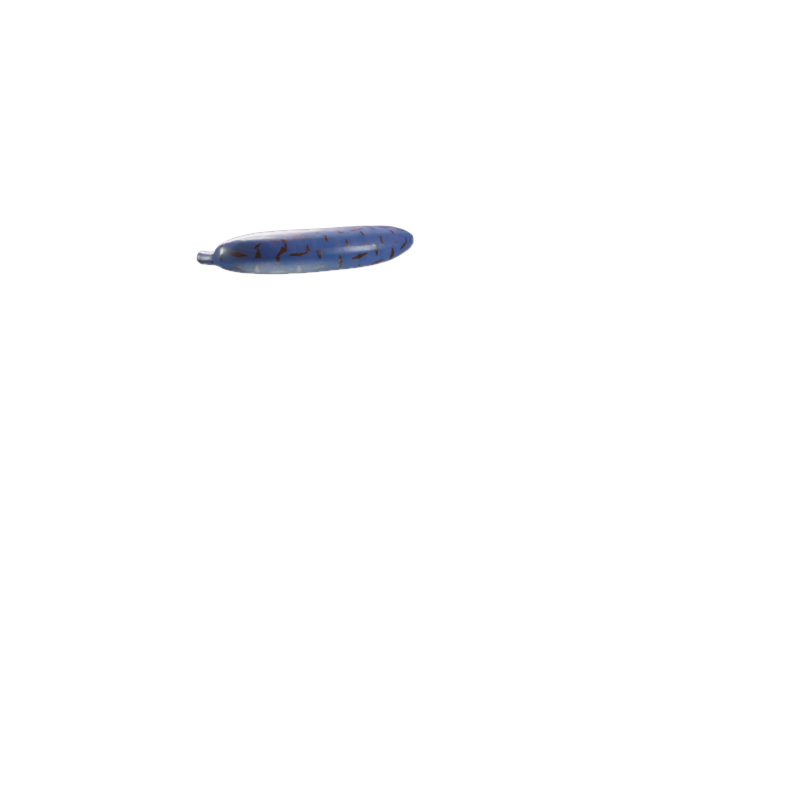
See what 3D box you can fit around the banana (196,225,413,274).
[{"bbox_3d":[-0.075,-0.134,0.966,0.195,0.035,0.073,-5,20,-13],"label":"banana"}]
